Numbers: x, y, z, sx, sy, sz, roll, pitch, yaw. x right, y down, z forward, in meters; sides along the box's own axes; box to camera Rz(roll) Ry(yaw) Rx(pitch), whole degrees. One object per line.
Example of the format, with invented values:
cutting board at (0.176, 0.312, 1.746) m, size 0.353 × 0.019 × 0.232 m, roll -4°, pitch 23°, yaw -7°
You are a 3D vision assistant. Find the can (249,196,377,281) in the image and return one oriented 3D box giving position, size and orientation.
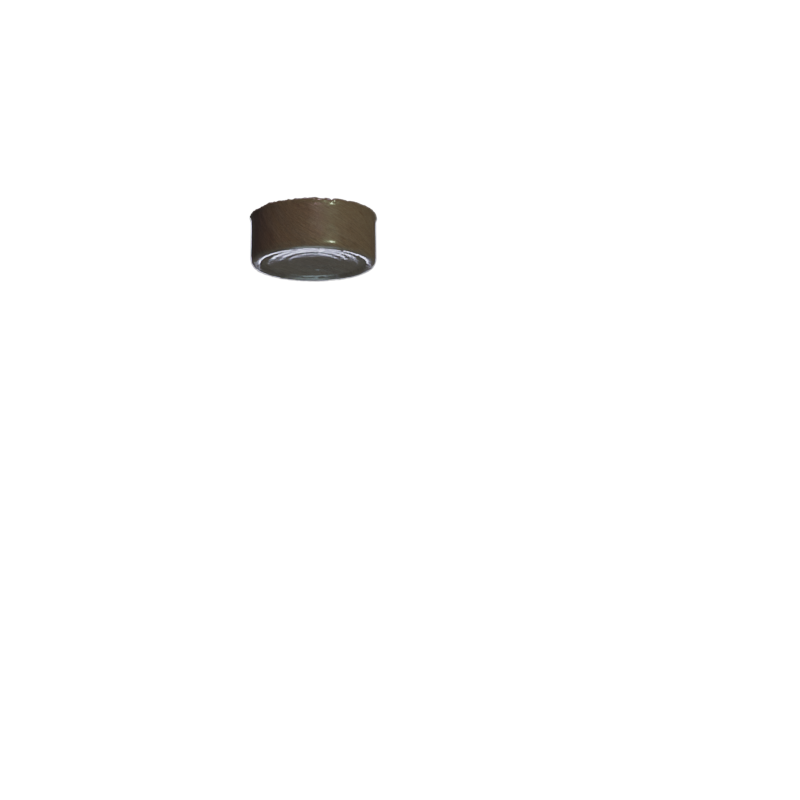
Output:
can at (-0.058, -0.106, 0.742) m, size 0.086 × 0.035 × 0.083 m, roll 0°, pitch -11°, yaw -2°
